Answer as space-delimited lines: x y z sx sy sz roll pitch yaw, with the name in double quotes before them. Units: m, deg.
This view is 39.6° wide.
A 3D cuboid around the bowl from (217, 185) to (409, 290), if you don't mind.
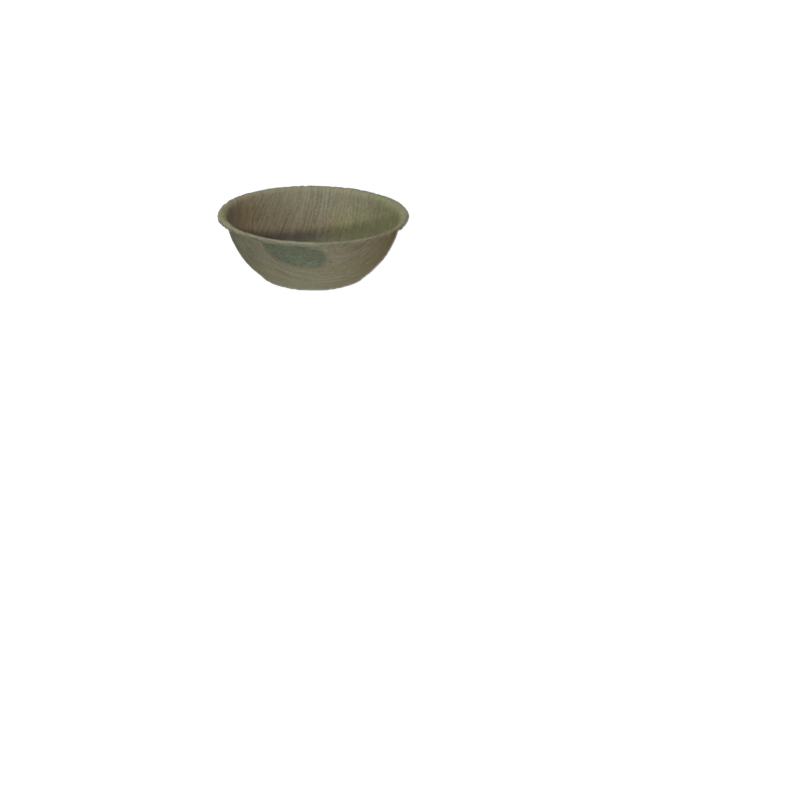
"bowl" -0.074 -0.134 0.942 0.162 0.052 0.171 -1 25 -2
